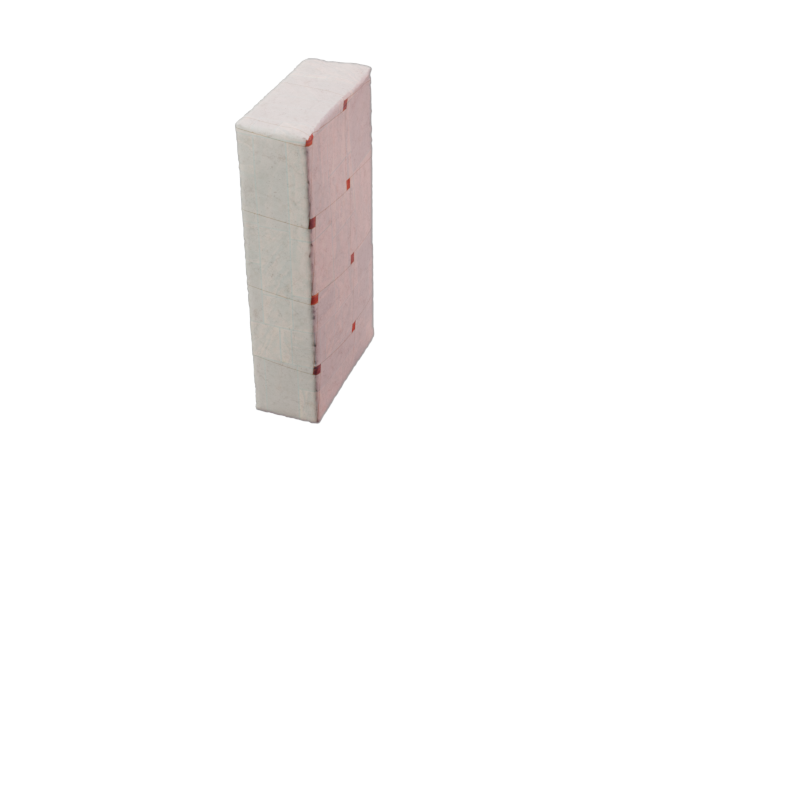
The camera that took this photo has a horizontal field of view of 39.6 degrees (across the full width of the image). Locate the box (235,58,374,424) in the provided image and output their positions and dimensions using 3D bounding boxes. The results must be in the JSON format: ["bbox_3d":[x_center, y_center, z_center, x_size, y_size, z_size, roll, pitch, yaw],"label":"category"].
[{"bbox_3d":[-0.047,-0.086,0.602,0.049,0.165,0.097,13,37,14],"label":"box"}]
